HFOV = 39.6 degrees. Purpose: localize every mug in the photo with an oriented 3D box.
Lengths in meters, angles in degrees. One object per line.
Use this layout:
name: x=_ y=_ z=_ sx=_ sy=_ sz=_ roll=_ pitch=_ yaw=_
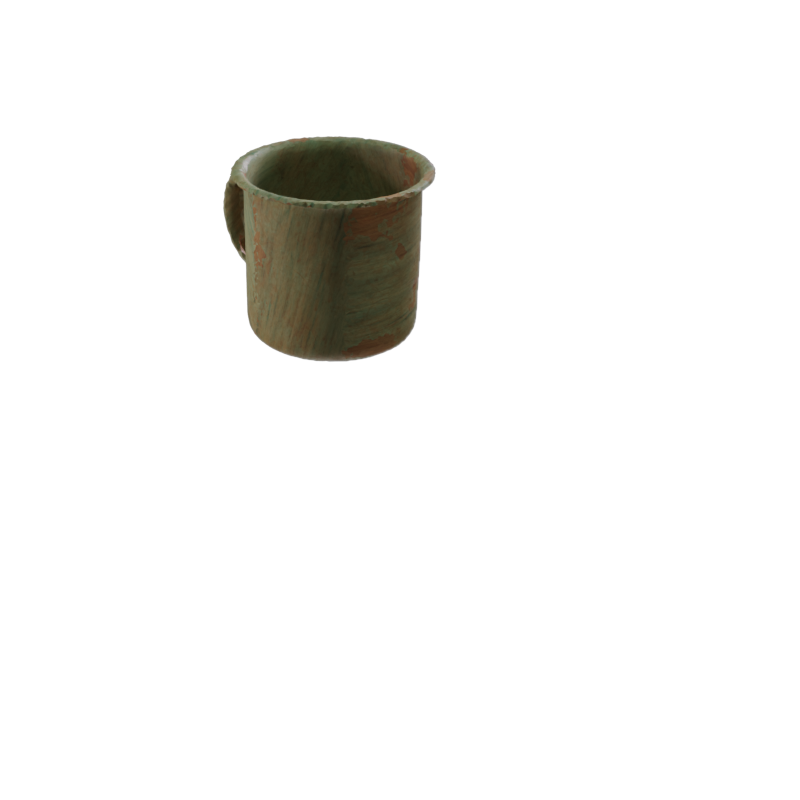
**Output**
mug: x=-0.041 y=-0.075 z=0.527 sx=0.124 sy=0.077 sz=0.093 roll=22 pitch=34 yaw=33
